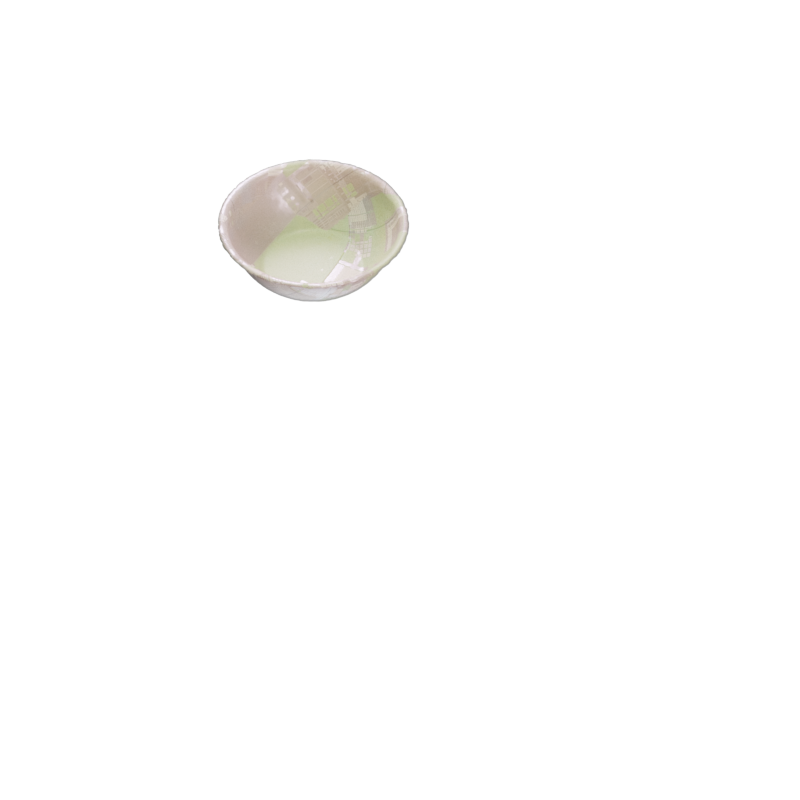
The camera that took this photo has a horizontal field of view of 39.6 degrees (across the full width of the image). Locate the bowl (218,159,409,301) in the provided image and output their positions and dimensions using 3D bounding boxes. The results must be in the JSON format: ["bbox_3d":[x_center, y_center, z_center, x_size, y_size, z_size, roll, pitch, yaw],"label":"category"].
[{"bbox_3d":[-0.075,-0.136,0.955,0.162,0.174,0.051,-1,-43,-1],"label":"bowl"}]
